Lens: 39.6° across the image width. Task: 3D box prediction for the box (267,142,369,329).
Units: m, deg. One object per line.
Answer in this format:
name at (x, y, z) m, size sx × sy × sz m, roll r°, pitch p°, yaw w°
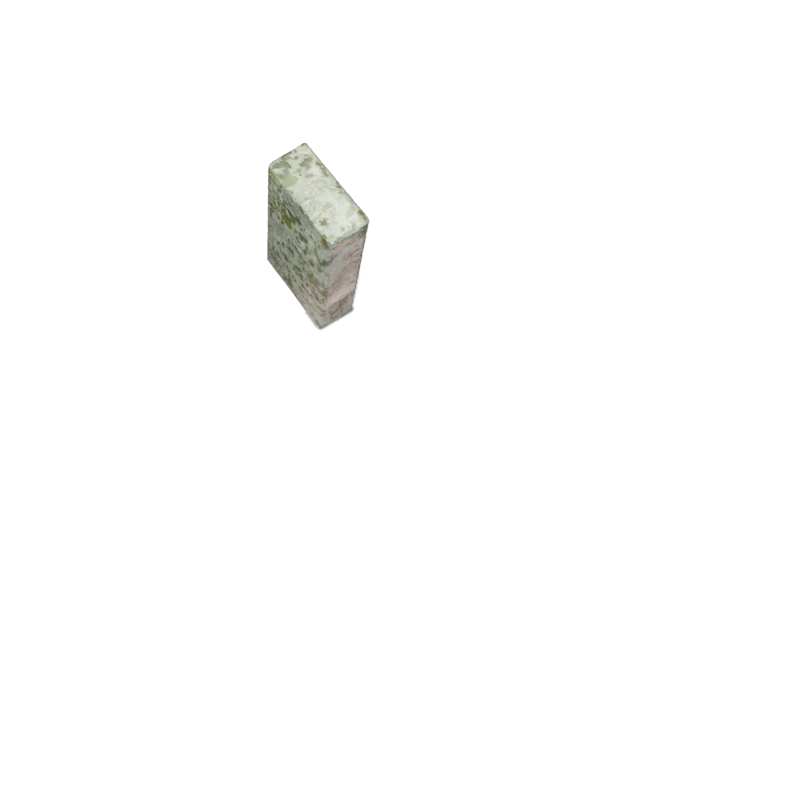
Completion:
box at (-0.076, -0.138, 0.969) m, size 0.048 × 0.098 × 0.168 m, roll -33°, pitch -16°, yaw -15°
